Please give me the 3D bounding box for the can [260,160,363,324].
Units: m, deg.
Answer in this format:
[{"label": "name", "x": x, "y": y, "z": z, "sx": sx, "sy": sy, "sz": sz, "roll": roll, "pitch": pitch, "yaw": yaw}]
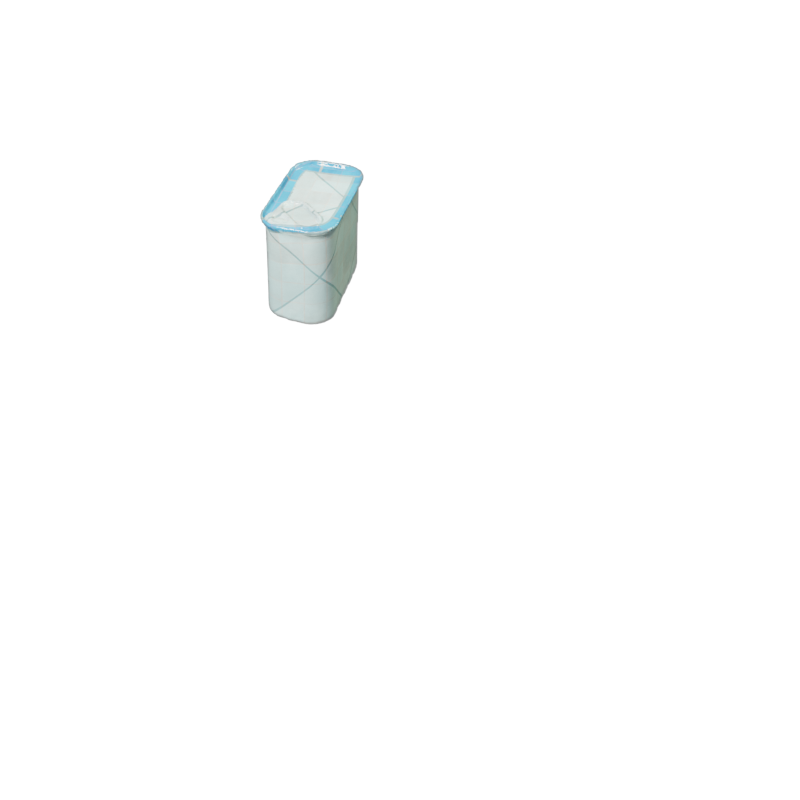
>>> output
[{"label": "can", "x": -0.065, "y": -0.119, "z": 0.833, "sx": 0.059, "sy": 0.078, "sz": 0.107, "roll": 10, "pitch": 38, "yaw": 10}]
